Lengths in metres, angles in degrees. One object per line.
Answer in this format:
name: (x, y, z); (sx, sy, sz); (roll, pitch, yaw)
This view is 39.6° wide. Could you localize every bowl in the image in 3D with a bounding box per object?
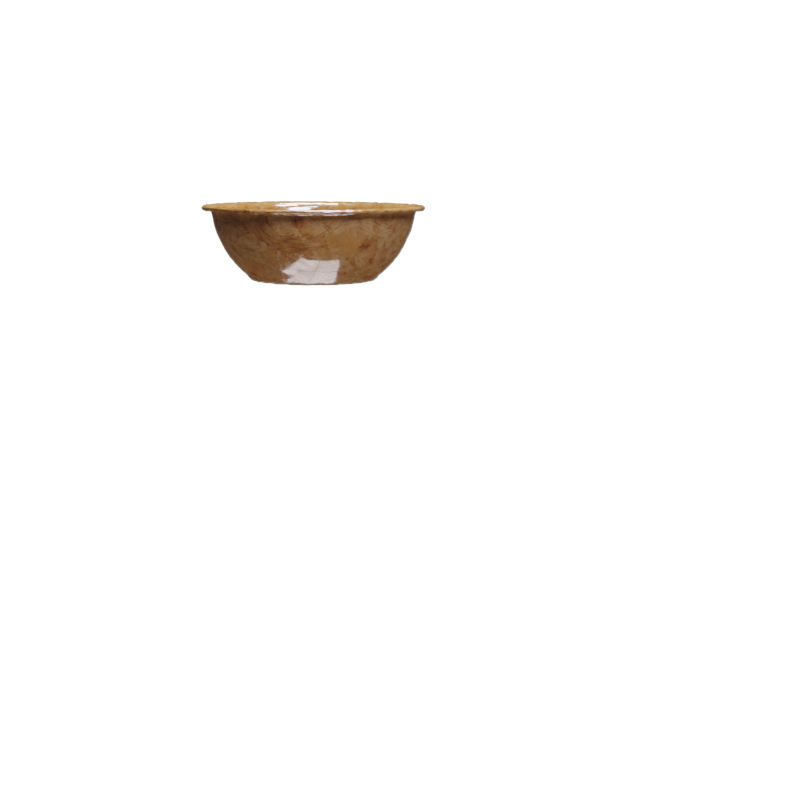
bowl: (-0.063, -0.115, 0.805); (0.162, 0.054, 0.165); (0, 11, -2)
